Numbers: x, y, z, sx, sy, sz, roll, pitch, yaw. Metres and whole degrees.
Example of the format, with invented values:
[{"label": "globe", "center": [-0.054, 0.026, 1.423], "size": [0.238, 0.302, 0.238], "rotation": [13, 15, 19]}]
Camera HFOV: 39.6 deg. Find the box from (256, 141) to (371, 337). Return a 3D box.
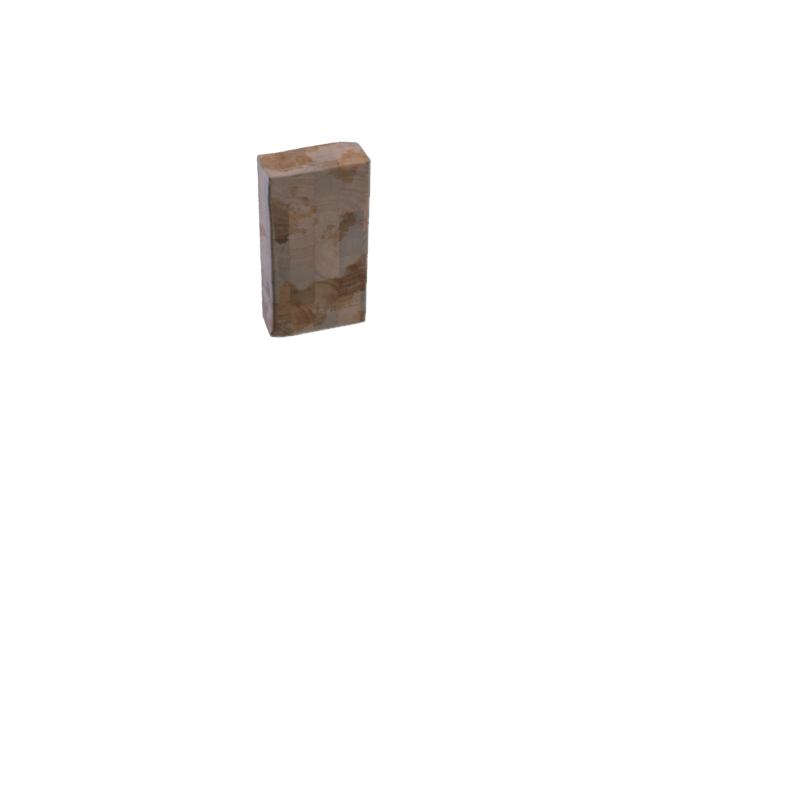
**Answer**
[{"label": "box", "center": [-0.077, -0.140, 0.983], "size": [0.092, 0.165, 0.052], "rotation": [-10, 38, -16]}]
